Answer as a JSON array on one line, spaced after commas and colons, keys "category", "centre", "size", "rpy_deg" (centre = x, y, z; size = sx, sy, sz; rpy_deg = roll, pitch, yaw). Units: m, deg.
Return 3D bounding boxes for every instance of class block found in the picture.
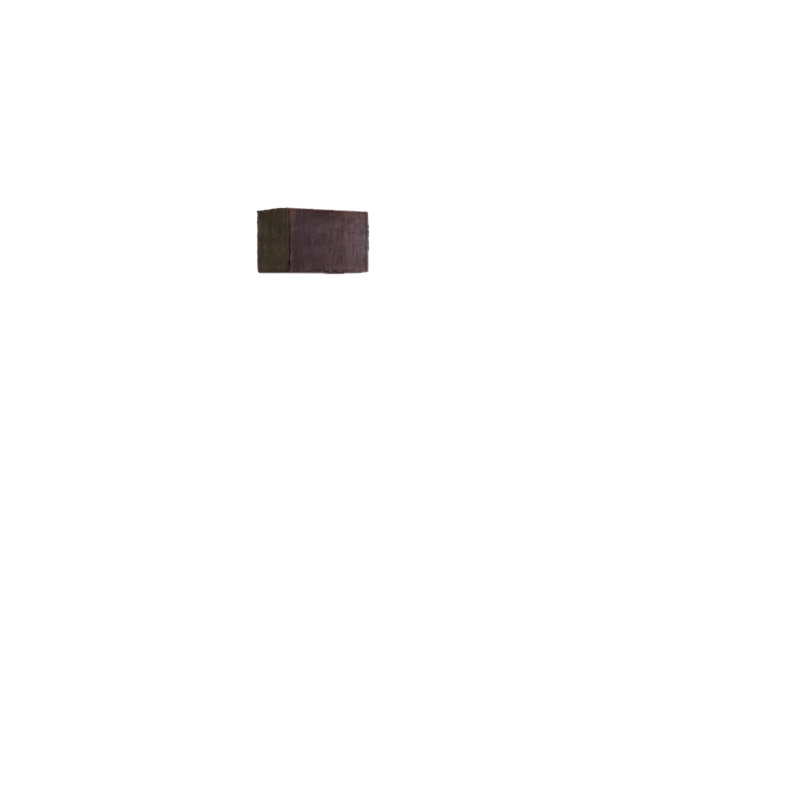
[{"category": "block", "centre": [-0.070, -0.128, 0.896], "size": [0.075, 0.051, 0.055], "rpy_deg": [-2, 2, -34]}]
